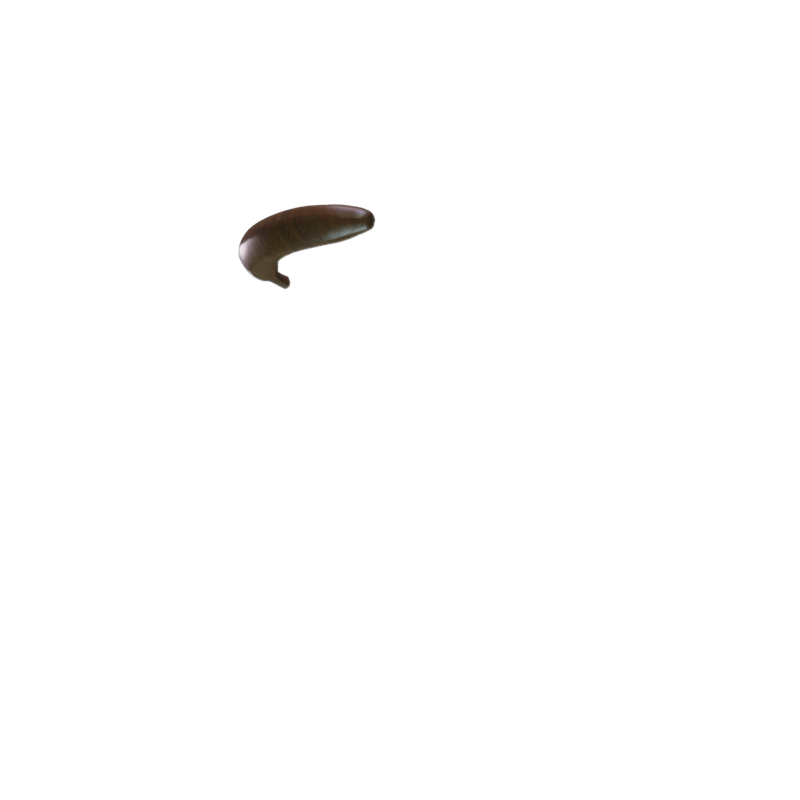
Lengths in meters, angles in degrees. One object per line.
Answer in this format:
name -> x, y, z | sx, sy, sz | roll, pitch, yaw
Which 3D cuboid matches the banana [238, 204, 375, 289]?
banana -> -0.091, -0.134, 0.930 | 0.067, 0.038, 0.198 | 4, -9, -26
